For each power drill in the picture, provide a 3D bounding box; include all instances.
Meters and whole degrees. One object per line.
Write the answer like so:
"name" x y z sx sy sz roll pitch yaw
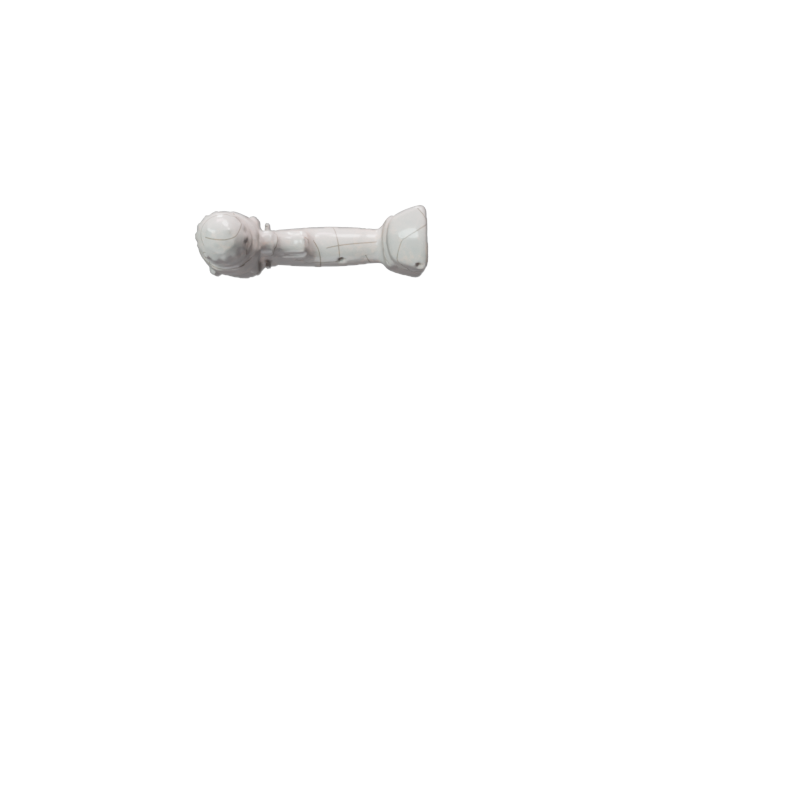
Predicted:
"power drill" -0.072 -0.132 0.925 0.188 0.057 0.184 0 4 1
